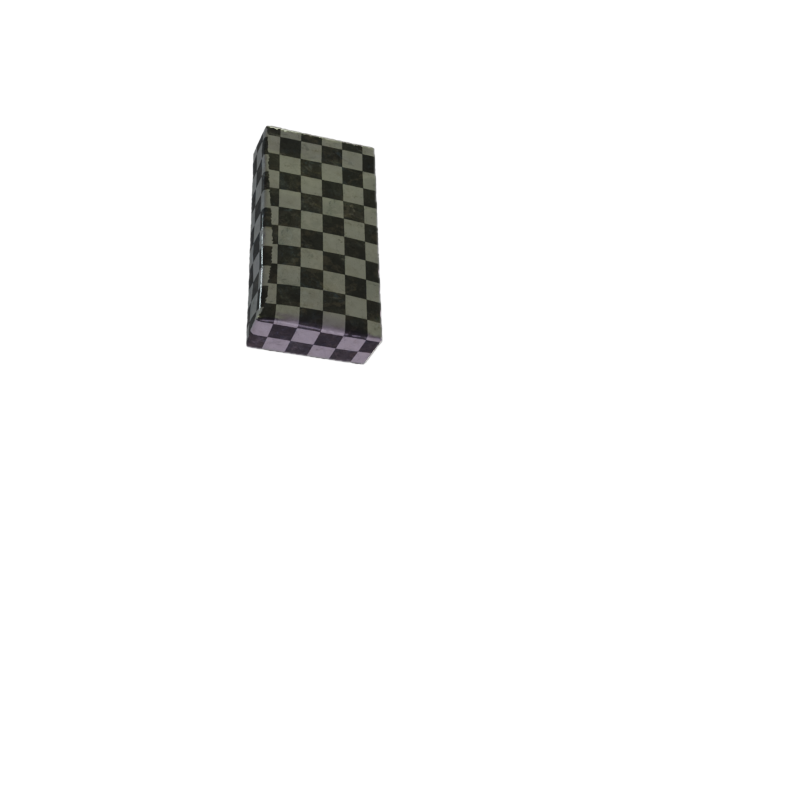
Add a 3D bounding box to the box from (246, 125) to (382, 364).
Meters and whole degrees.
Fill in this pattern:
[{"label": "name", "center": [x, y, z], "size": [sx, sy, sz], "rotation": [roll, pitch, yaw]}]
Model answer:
[{"label": "box", "center": [-0.065, -0.119, 0.832], "size": [0.091, 0.188, 0.046], "rotation": [9, -35, -16]}]
